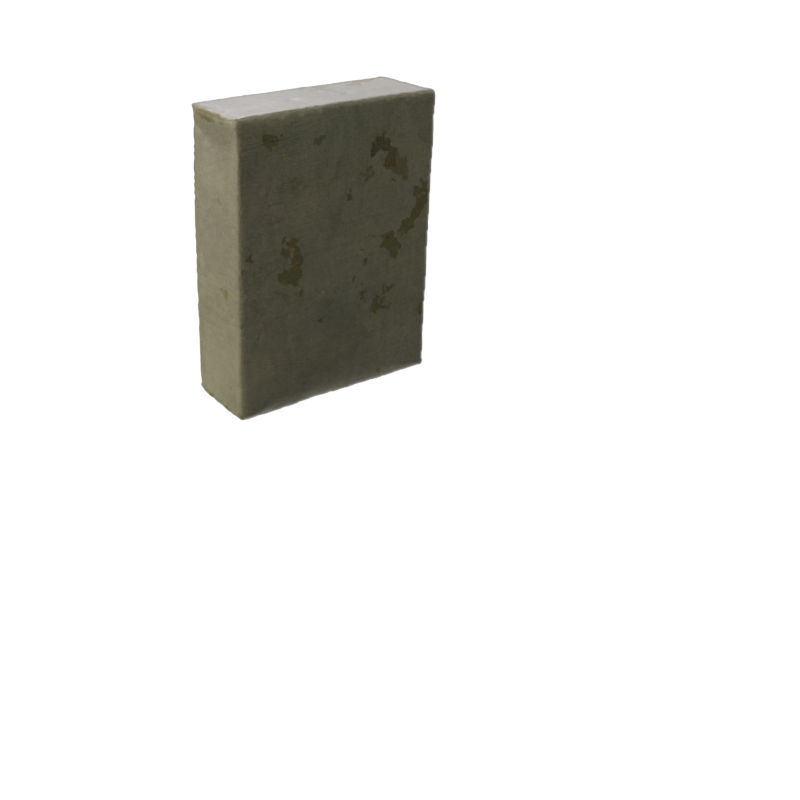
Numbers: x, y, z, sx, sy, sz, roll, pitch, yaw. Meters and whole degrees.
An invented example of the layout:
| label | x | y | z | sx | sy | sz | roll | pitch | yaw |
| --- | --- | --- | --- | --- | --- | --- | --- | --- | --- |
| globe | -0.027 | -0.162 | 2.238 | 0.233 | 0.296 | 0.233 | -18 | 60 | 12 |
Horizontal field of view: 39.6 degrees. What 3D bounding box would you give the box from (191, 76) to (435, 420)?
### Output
| label | x | y | z | sx | sy | sz | roll | pitch | yaw |
| --- | --- | --- | --- | --- | --- | --- | --- | --- | --- |
| box | -0.062 | -0.112 | 0.788 | 0.161 | 0.204 | 0.077 | -15 | 27 | -34 |
